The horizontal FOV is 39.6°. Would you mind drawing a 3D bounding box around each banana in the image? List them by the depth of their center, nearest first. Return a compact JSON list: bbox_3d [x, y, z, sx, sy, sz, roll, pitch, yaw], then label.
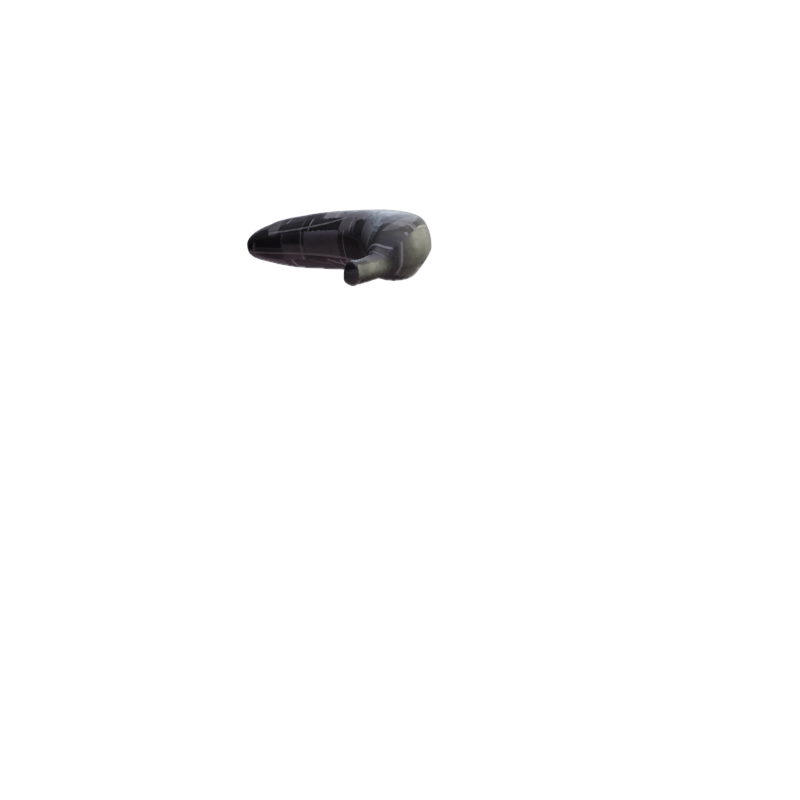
[{"bbox_3d":[-0.031,-0.090,0.632,0.068,0.036,0.205,-3,10,-21],"label":"banana"}]
